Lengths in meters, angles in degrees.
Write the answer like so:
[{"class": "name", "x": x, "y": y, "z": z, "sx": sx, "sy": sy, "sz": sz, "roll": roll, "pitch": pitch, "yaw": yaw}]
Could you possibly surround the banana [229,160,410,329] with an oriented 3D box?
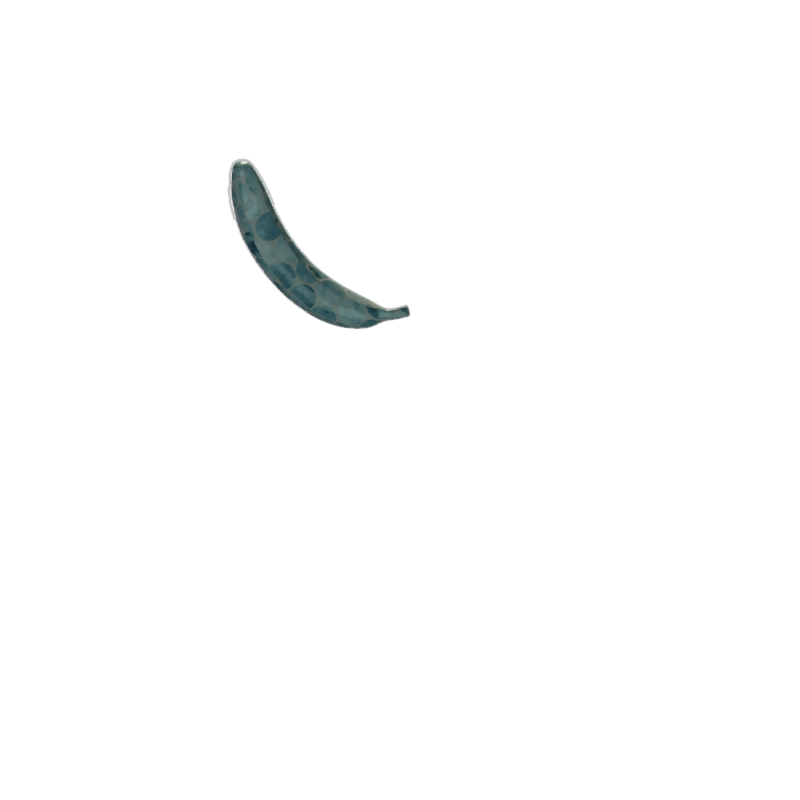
[{"class": "banana", "x": -0.083, "y": -0.119, "z": 0.942, "sx": 0.190, "sy": 0.069, "sz": 0.039, "roll": 41, "pitch": 17, "yaw": -15}]
